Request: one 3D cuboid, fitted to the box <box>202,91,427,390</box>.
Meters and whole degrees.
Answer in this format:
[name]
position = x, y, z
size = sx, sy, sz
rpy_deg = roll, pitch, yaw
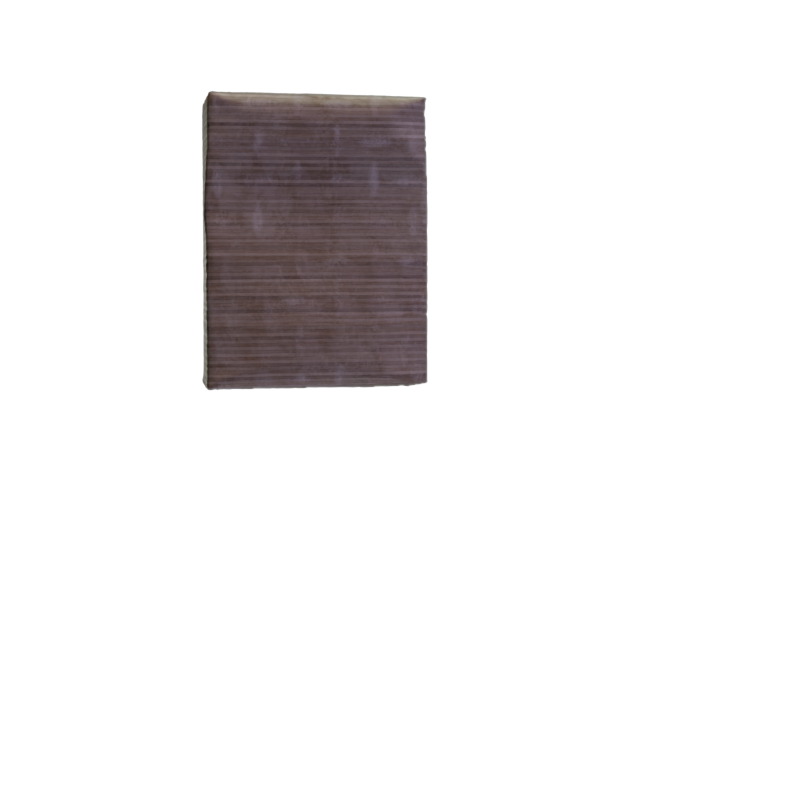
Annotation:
[box]
position = -0.064, -0.117, 0.819
size = 0.162, 0.214, 0.073
rpy_deg = 0, -1, -9
